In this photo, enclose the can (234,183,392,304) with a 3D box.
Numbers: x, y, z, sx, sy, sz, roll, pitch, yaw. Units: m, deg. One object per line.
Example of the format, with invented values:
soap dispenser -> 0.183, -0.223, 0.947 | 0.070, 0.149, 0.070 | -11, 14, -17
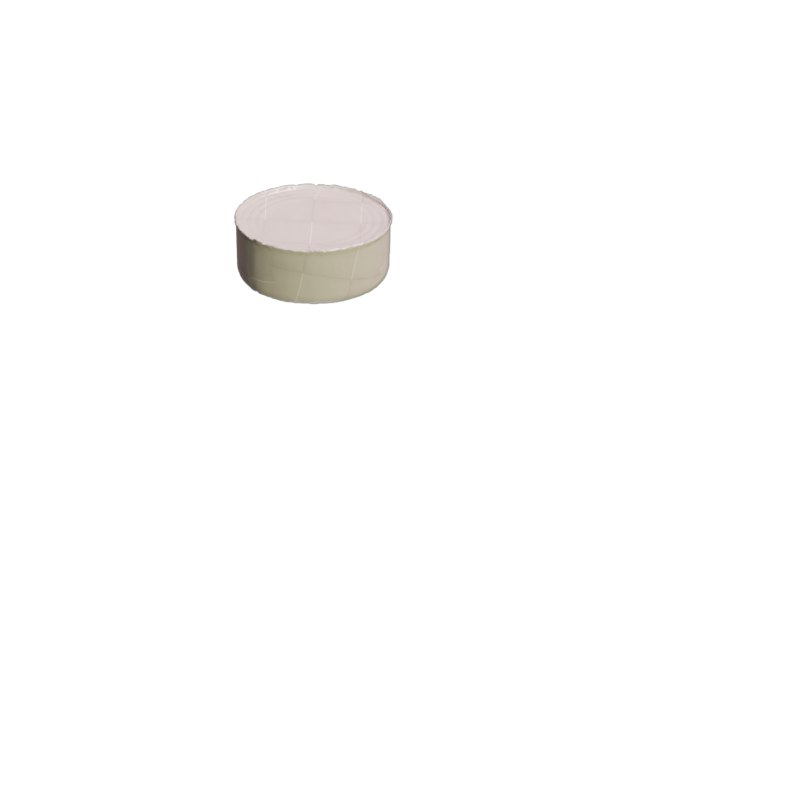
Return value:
can -> -0.048, -0.087, 0.607 | 0.086, 0.032, 0.091 | -1, 32, -2
